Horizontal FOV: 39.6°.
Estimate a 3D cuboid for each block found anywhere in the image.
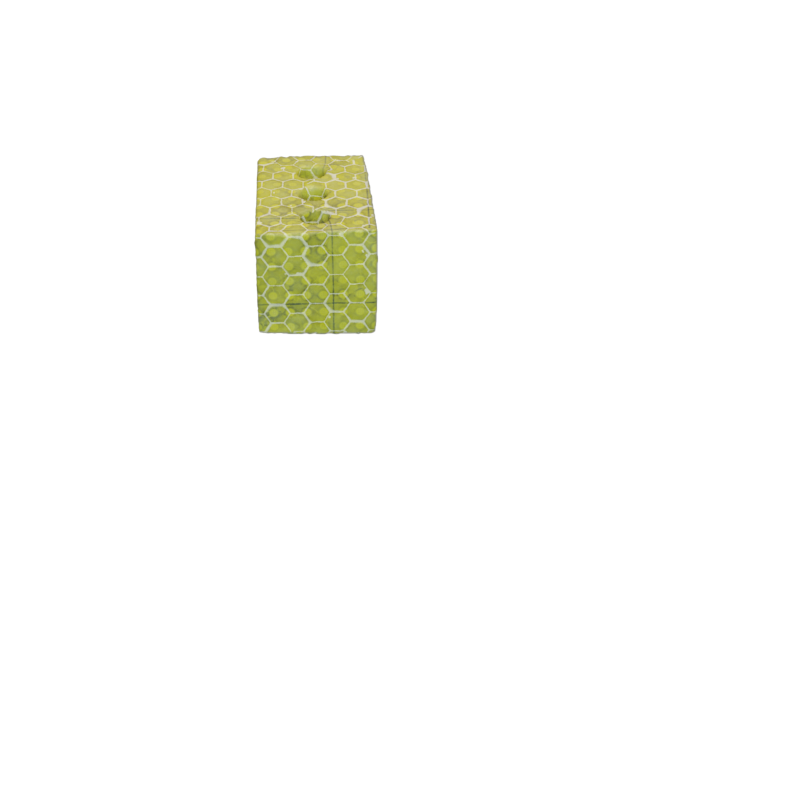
[{"bbox_3d":[-0.039,-0.072,0.504,0.052,0.048,0.083,-2,34,-5],"label":"block"}]
